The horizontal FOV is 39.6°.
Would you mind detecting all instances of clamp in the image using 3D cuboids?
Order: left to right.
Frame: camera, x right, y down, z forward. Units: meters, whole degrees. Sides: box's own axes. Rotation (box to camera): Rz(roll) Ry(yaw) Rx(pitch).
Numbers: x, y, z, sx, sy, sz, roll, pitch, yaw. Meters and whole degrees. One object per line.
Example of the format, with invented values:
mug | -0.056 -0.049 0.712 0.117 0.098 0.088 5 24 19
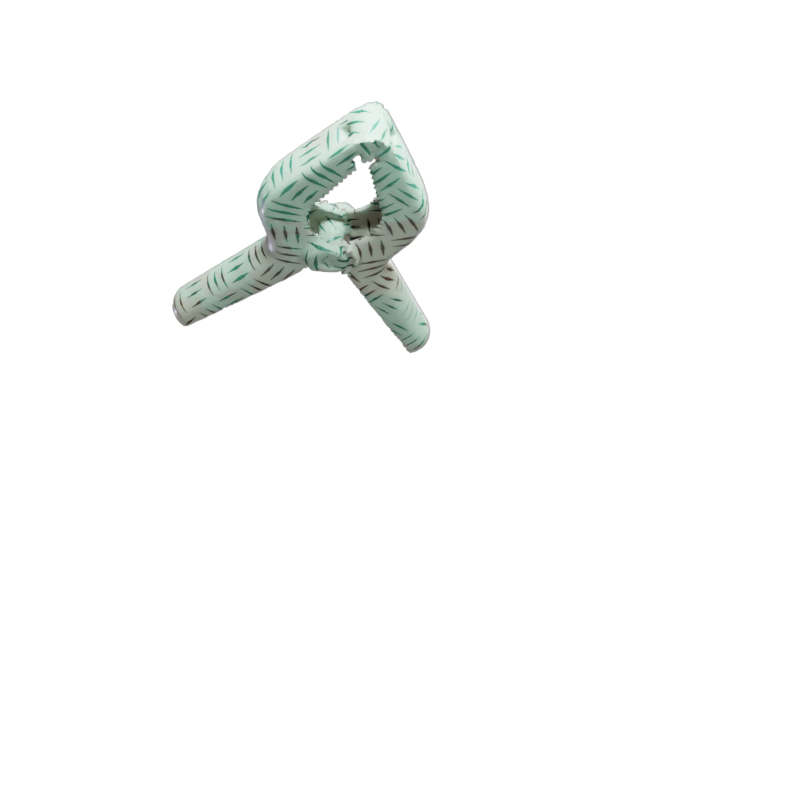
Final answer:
clamp | -0.050 -0.091 0.637 0.163 0.039 0.198 3 -31 -6
